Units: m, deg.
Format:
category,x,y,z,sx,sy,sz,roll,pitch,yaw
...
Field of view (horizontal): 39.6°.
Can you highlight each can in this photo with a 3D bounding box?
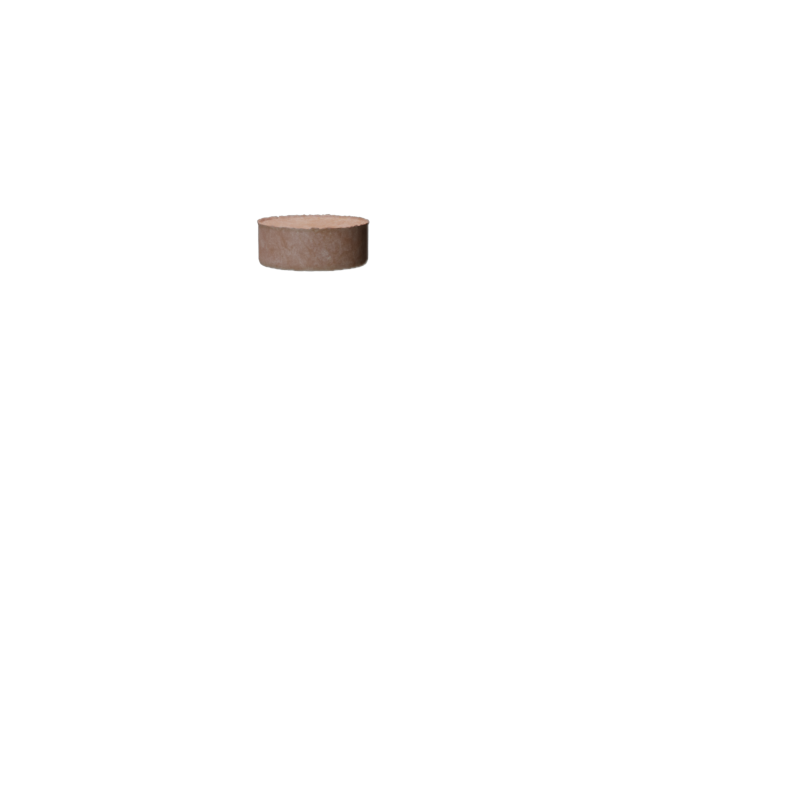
category,x,y,z,sx,sy,sz,roll,pitch,yaw
can,-0.066,-0.121,0.847,0.086,0.033,0.088,0,15,-2
